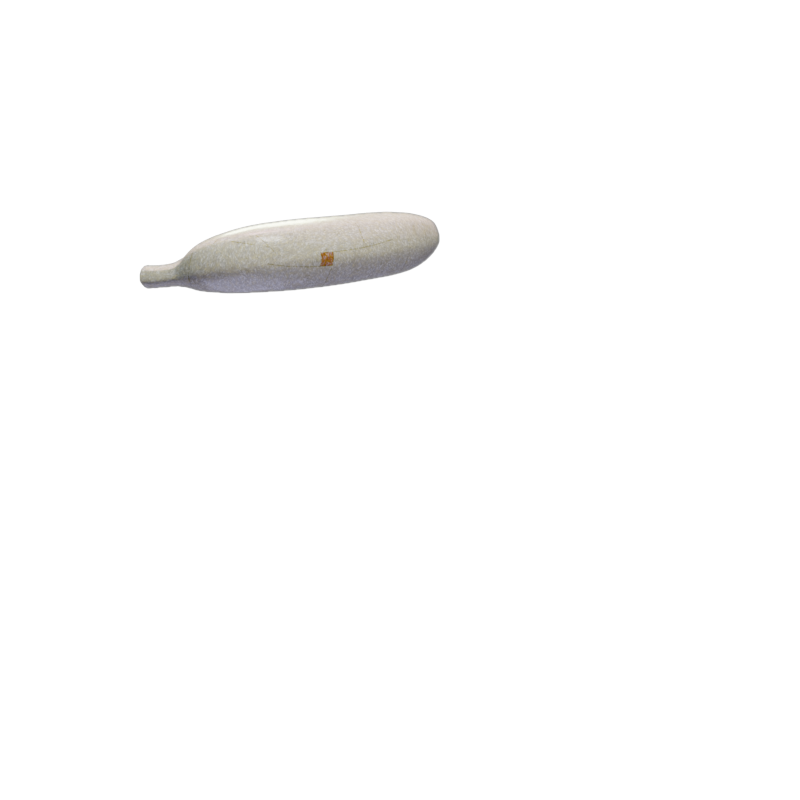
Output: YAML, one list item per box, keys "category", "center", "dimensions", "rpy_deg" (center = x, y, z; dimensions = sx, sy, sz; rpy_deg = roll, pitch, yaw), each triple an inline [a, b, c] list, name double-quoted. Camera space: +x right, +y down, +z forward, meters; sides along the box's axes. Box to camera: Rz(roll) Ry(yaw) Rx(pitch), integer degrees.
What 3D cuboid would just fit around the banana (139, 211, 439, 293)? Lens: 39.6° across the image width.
- category: "banana"
  center: [-0.041, -0.085, 0.611]
  dimensions: [0.192, 0.036, 0.073]
  rpy_deg: [-11, 19, -35]
